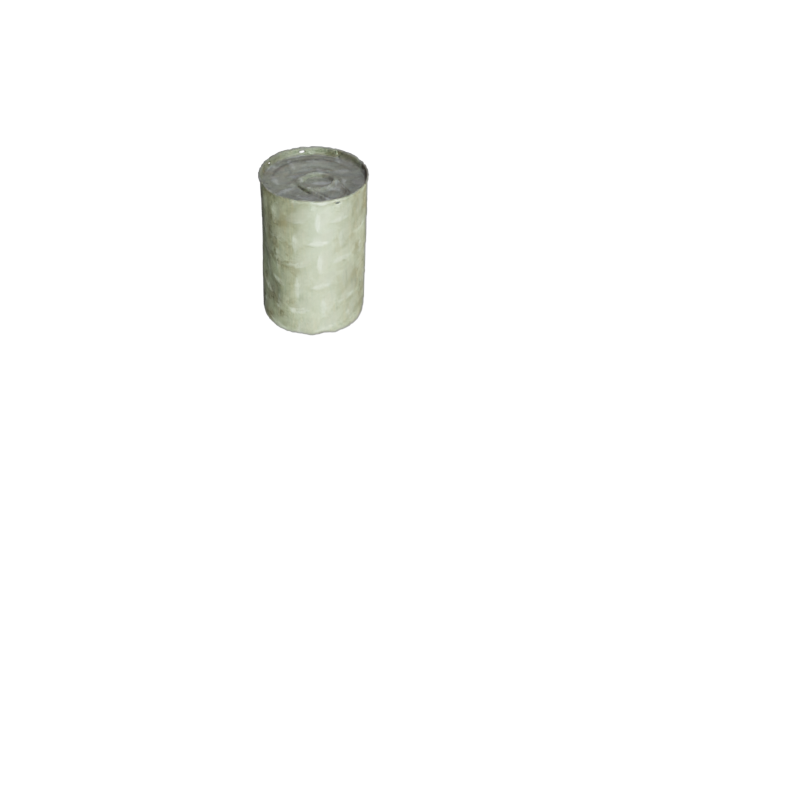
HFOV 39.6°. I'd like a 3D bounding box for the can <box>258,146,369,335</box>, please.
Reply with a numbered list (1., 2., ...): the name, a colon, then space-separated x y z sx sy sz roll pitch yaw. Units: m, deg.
1. can: -0.055 -0.101 0.705 0.068 0.096 0.073 0 37 -3
